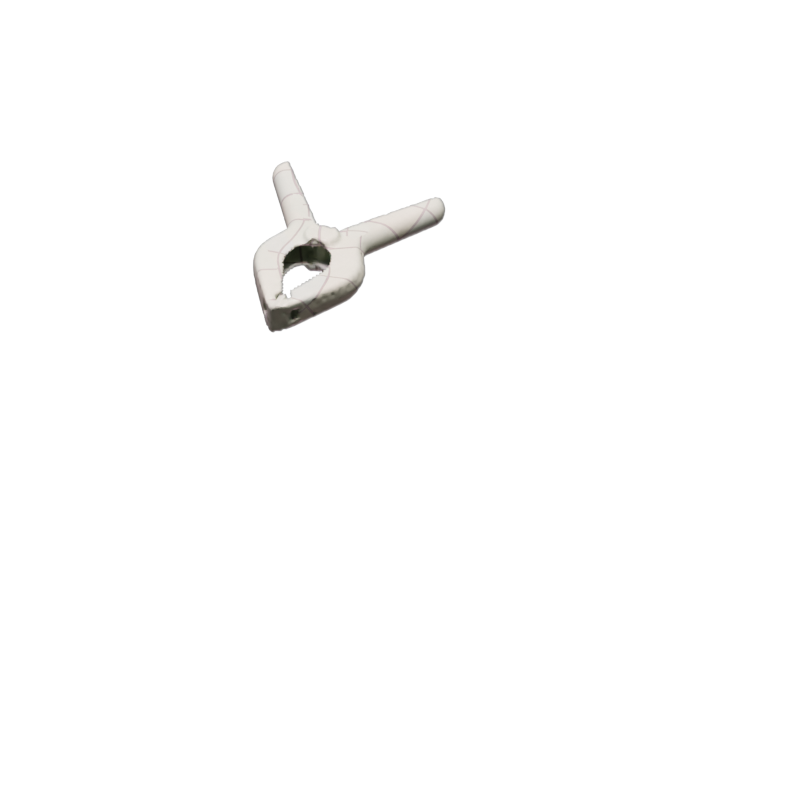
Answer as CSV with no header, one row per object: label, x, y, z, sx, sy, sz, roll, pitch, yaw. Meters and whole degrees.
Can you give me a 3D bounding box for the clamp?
clamp,-0.075,-0.136,0.955,0.171,0.034,0.216,19,45,19
